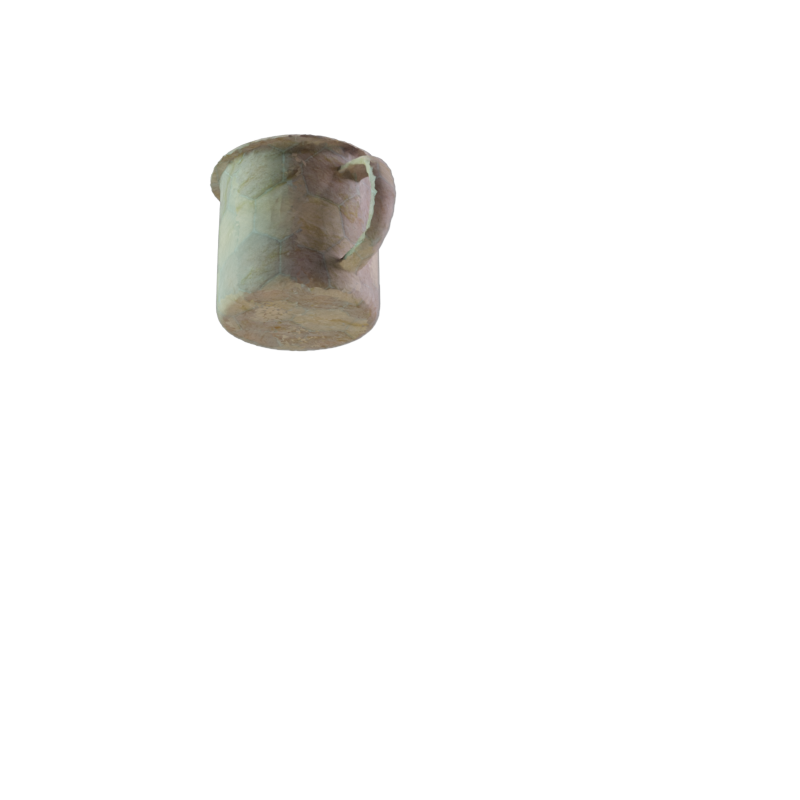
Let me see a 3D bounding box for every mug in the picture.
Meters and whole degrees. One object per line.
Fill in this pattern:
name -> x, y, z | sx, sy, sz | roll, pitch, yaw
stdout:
mug -> -0.043, -0.079, 0.555 | 0.088, 0.086, 0.117 | 19, -31, -38
